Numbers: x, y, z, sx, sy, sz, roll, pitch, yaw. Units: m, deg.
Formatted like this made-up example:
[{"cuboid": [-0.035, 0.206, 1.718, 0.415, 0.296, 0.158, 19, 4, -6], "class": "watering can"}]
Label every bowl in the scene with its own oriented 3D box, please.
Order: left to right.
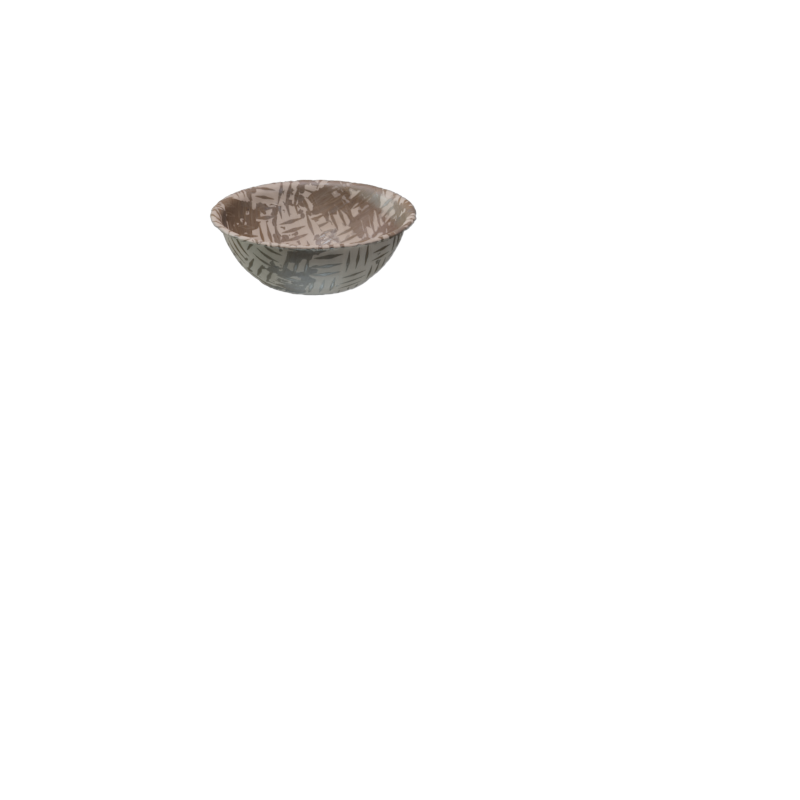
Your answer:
[{"cuboid": [-0.069, -0.125, 0.879, 0.162, 0.052, 0.171, -1, 27, -2], "class": "bowl"}]
